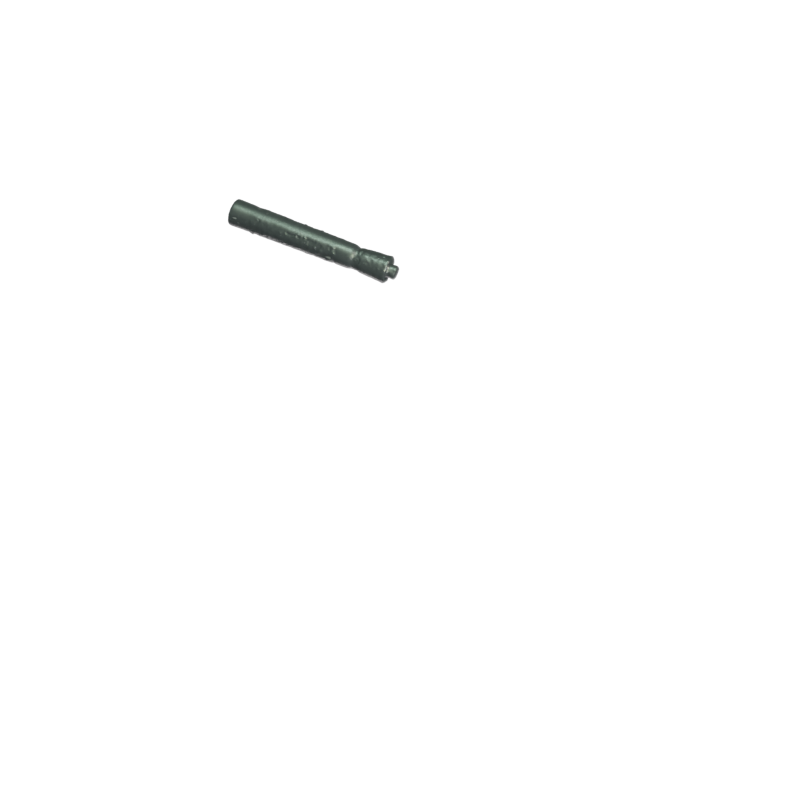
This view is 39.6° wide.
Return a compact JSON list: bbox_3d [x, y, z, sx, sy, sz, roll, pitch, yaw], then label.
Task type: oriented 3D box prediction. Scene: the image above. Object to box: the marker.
[{"bbox_3d":[-0.058,-0.106,0.740,0.125,0.019,0.019,23,9,16],"label":"marker"}]
